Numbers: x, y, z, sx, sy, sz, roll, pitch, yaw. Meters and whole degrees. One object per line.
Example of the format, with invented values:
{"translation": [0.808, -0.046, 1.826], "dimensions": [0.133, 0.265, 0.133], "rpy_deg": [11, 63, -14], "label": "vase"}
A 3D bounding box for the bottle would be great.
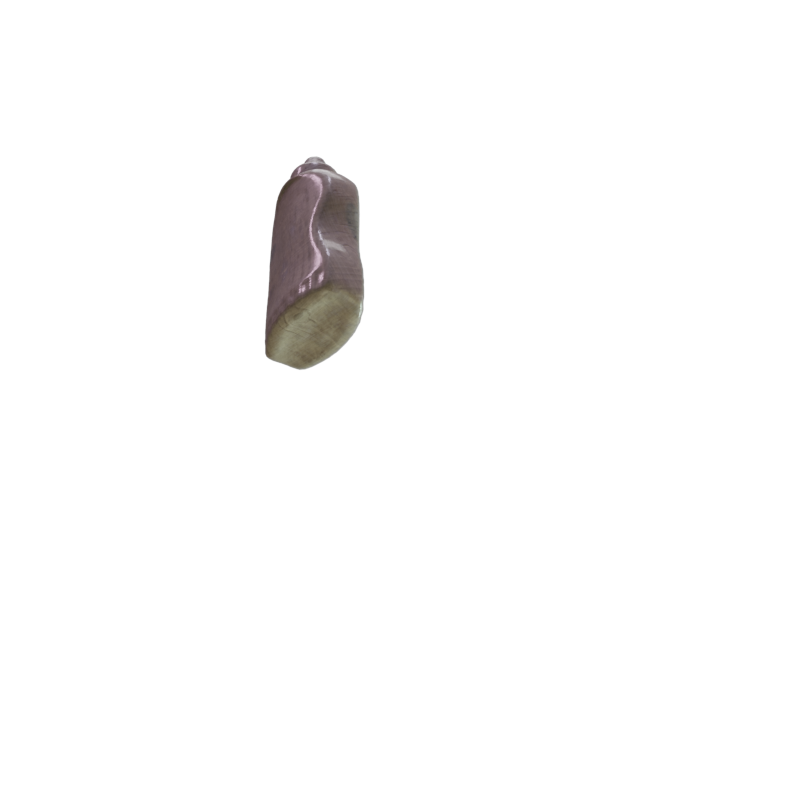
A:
{"translation": [-0.067, -0.124, 0.867], "dimensions": [0.056, 0.206, 0.093], "rpy_deg": [20, -47, -24], "label": "bottle"}
